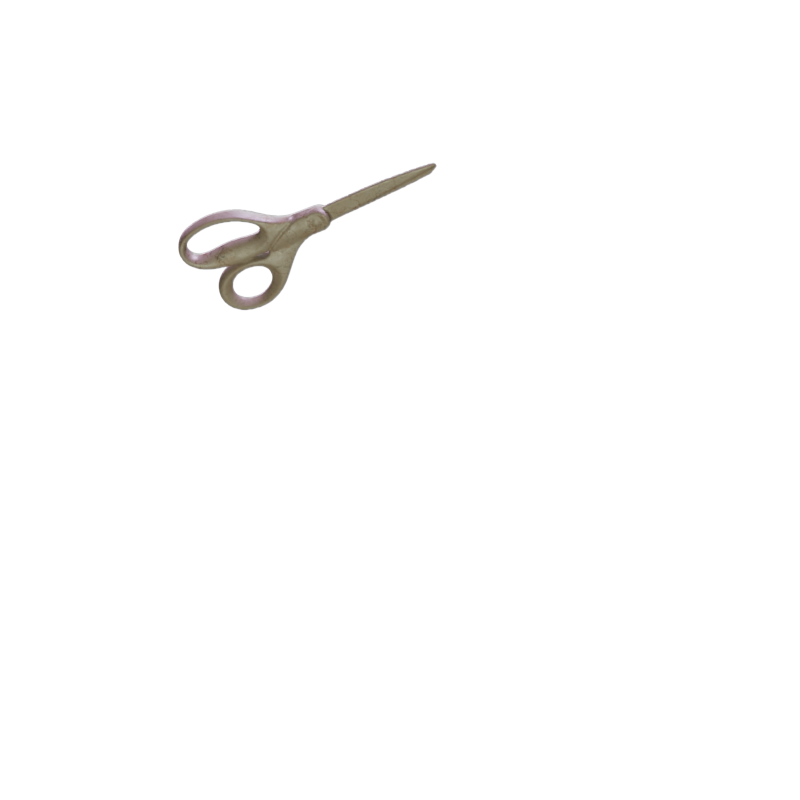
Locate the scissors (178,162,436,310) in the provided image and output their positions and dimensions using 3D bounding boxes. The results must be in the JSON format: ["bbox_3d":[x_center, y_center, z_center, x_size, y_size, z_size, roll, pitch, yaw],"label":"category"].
[{"bbox_3d":[-0.065,-0.119,0.834,0.203,0.089,0.017,-9,36,7],"label":"scissors"}]
